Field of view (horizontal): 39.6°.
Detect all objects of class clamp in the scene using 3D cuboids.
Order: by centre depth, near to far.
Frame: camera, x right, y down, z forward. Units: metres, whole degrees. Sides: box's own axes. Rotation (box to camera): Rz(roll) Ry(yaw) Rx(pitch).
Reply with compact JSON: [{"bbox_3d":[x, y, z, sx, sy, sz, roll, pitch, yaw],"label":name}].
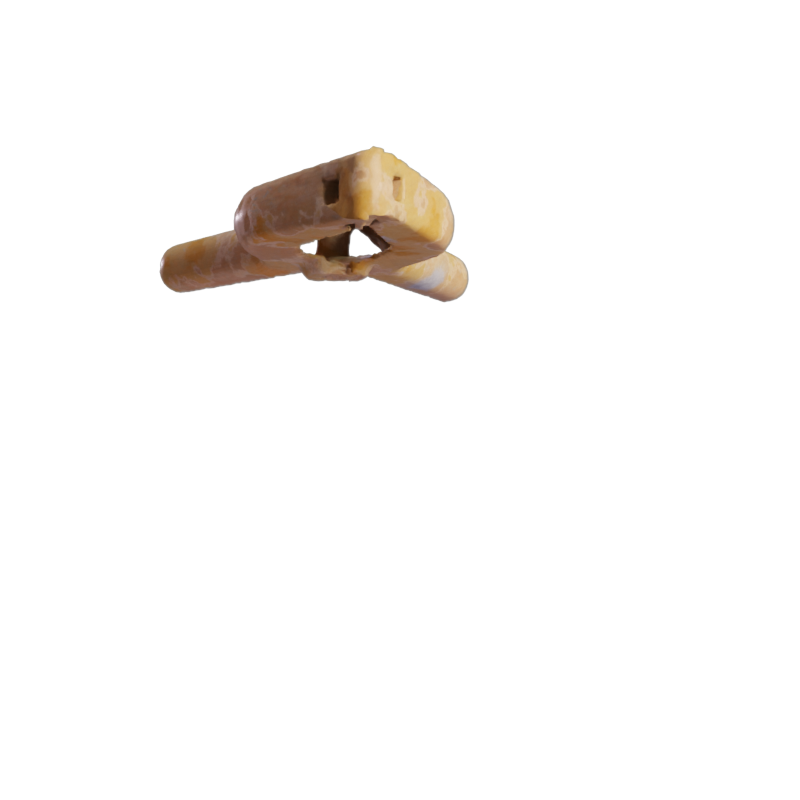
[{"bbox_3d":[-0.040,-0.073,0.512,0.164,0.037,0.206,0,-4,-2],"label":"clamp"}]
